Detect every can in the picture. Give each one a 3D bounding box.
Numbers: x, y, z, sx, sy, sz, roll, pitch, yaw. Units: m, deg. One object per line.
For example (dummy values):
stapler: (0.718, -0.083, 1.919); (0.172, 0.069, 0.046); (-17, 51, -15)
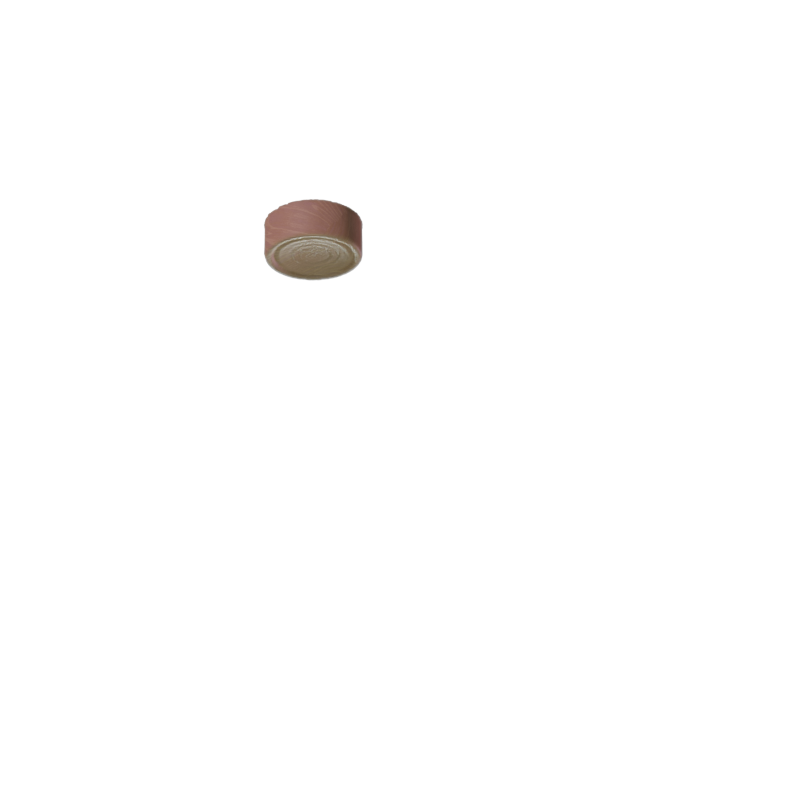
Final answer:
can: (-0.075, -0.137, 0.957); (0.086, 0.036, 0.081); (1, -24, -2)
